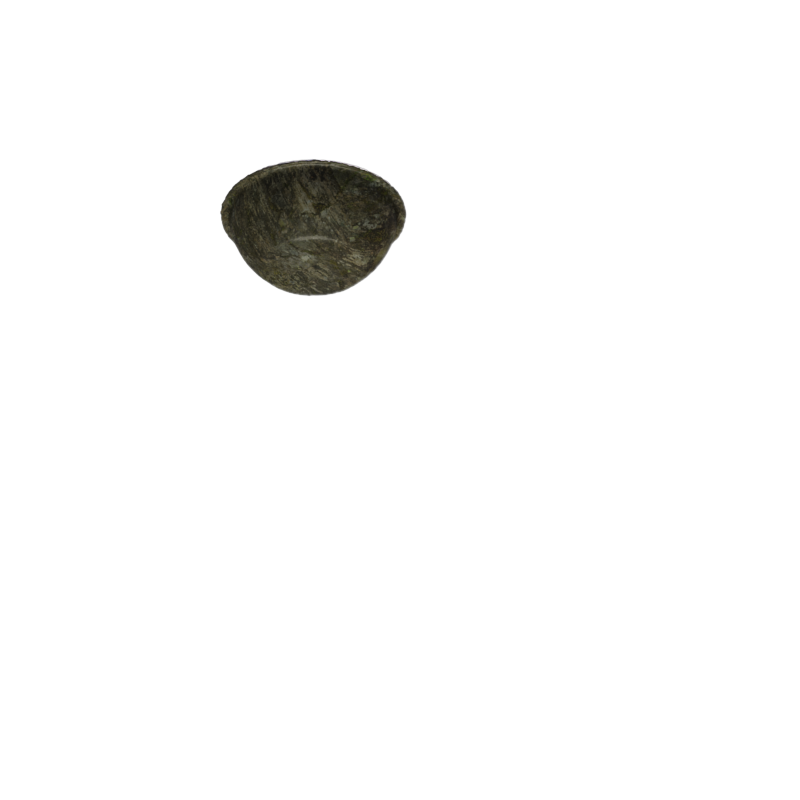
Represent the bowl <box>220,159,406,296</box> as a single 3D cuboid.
[{"bbox_3d":[-0.075,-0.136,0.952,0.162,0.059,0.152,1,-29,-2],"label":"bowl"}]
